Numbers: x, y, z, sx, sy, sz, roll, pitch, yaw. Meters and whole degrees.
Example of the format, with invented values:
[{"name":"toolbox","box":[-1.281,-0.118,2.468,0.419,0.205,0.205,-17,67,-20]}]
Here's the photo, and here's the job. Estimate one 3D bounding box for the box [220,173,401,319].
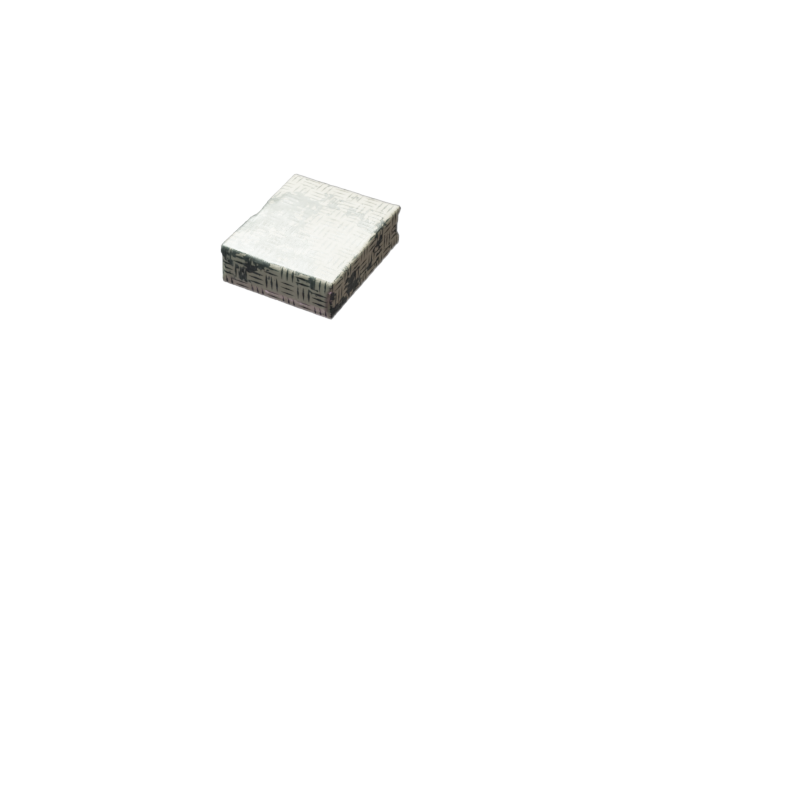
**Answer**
[{"name":"box","box":[-0.051,-0.093,0.648,0.076,0.028,0.092,19,45,20]}]
